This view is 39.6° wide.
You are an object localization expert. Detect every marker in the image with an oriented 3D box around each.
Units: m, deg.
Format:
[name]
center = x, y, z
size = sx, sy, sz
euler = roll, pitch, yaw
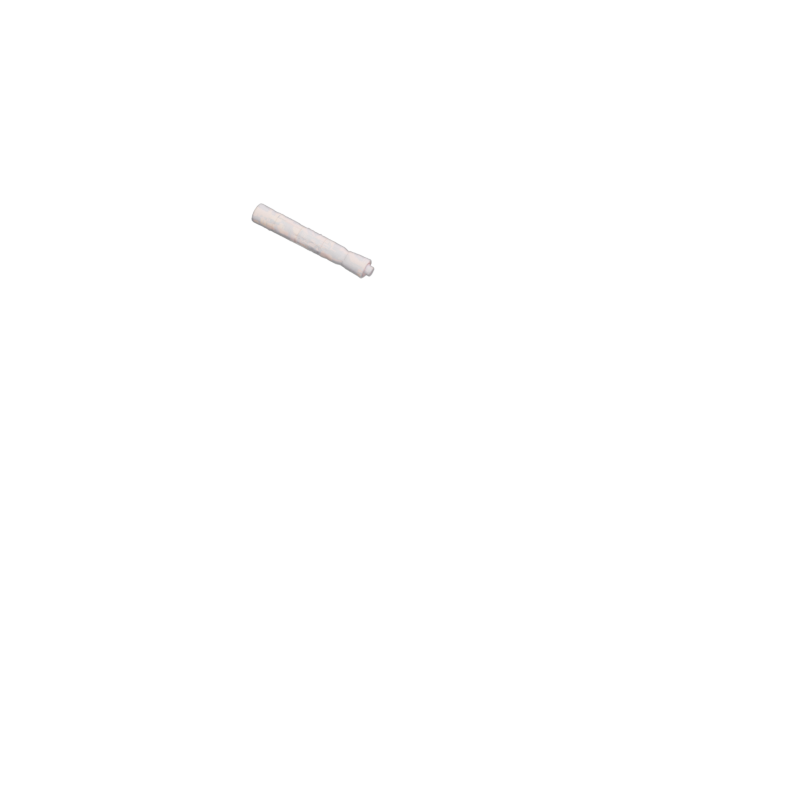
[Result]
[marker]
center = -0.077, -0.141, 0.990
size = 0.125, 0.019, 0.019
euler = 29, 11, 15
